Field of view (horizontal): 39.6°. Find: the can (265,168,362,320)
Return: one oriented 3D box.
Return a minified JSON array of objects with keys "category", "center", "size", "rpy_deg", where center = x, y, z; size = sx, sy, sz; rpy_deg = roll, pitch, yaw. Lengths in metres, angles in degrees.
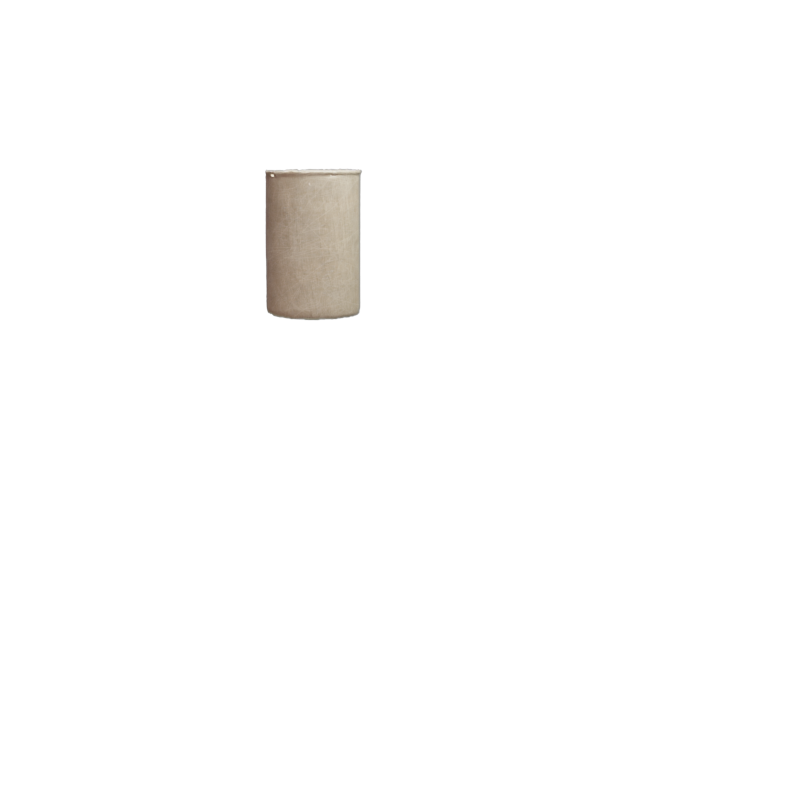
[{"category":"can","center":[-0.061,-0.112,0.782],"size":[0.068,0.101,0.070],"rpy_deg":[0,7,-2]}]
